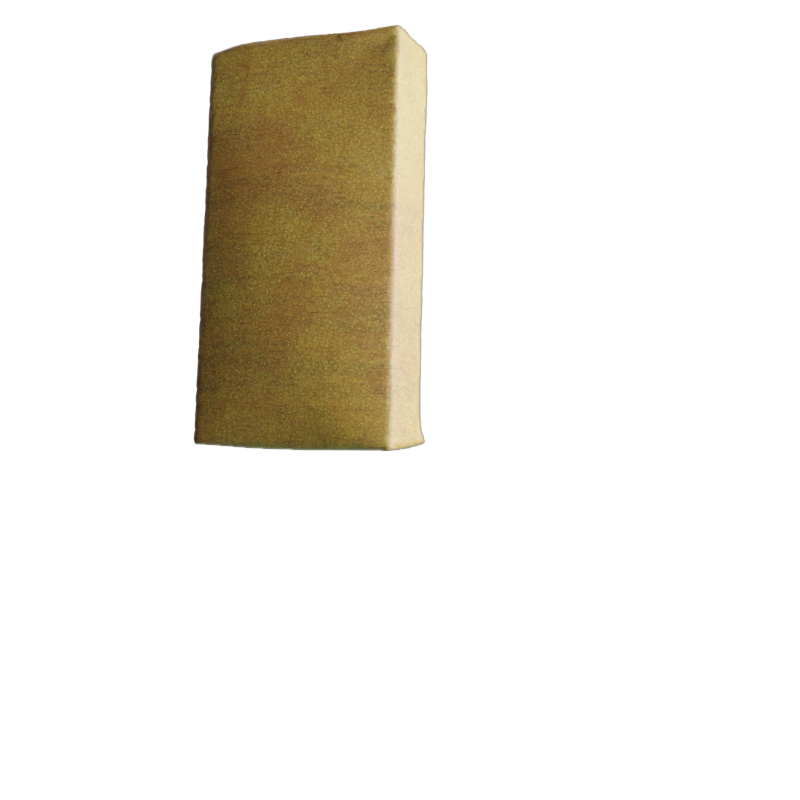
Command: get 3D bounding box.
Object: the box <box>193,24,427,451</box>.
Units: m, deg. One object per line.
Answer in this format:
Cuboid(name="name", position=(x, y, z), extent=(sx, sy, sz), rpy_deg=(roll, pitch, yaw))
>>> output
Cuboid(name="box", position=(-0.038, -0.069, 0.480), extent=(0.096, 0.179, 0.046), rpy_deg=(-3, -7, 22))
